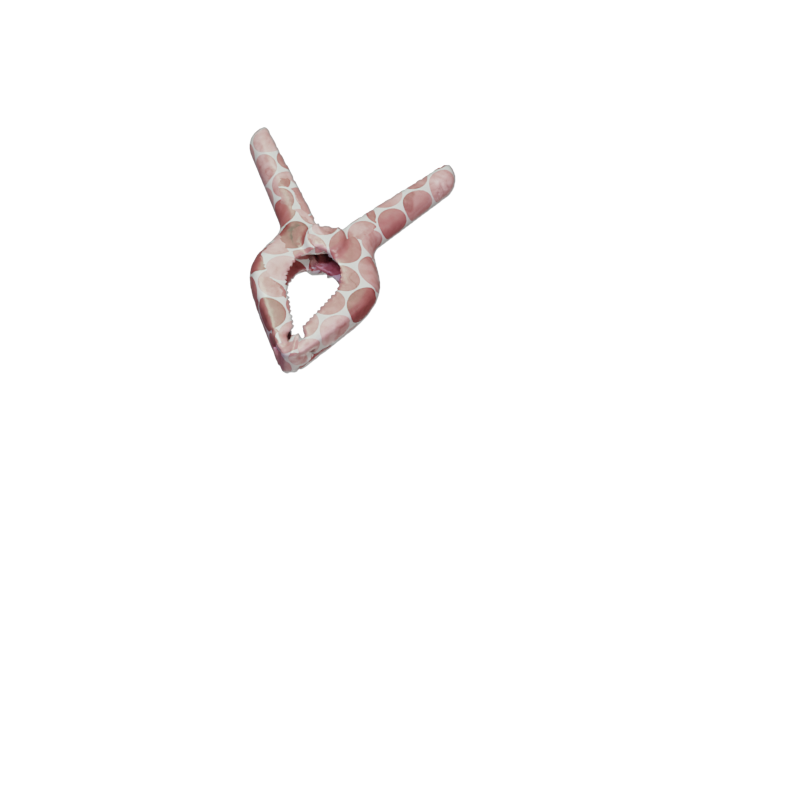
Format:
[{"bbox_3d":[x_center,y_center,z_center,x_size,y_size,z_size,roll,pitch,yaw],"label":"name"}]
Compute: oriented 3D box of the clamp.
[{"bbox_3d":[-0.065,-0.118,0.829,0.168,0.220,0.034,16,-32,11],"label":"clamp"}]
